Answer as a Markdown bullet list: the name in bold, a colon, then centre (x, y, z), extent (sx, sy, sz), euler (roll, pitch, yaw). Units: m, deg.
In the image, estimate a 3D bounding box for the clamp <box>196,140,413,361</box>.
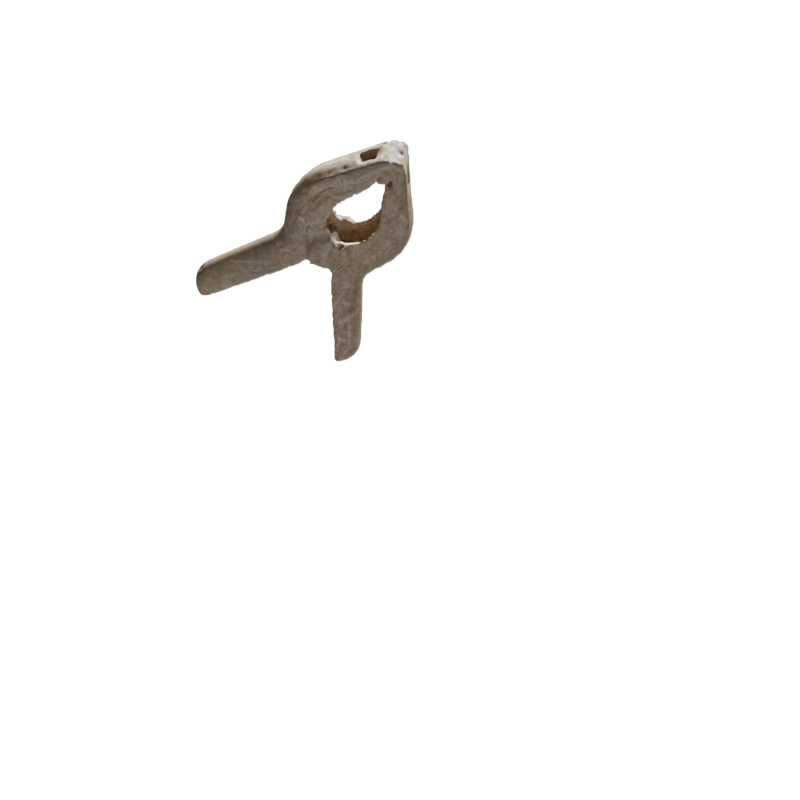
- **clamp**: centre (-0.055, -0.100, 0.704), extent (0.117, 0.164, 0.042), euler (17, 39, -15)
